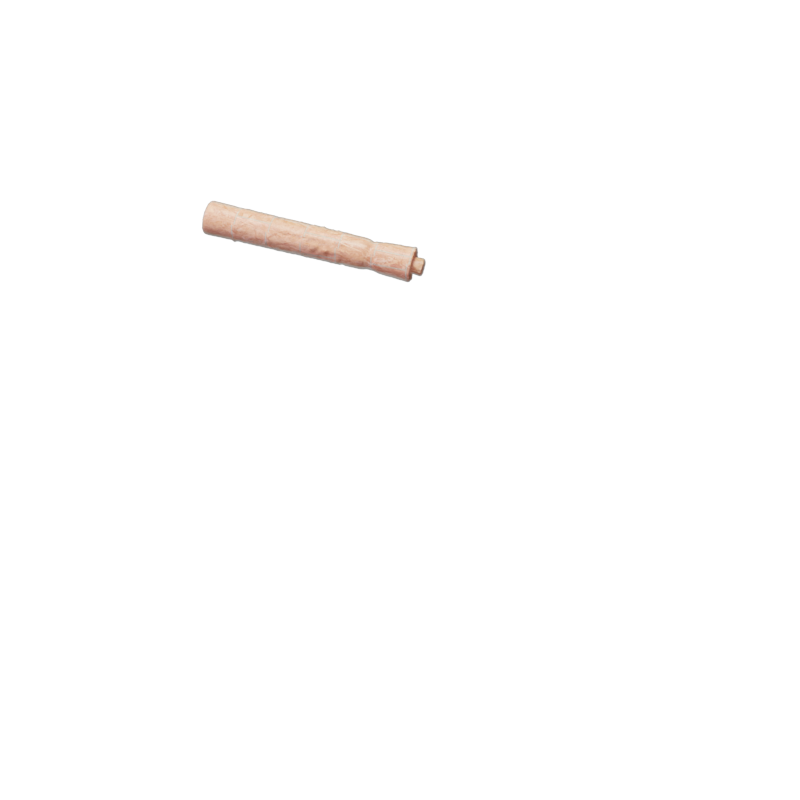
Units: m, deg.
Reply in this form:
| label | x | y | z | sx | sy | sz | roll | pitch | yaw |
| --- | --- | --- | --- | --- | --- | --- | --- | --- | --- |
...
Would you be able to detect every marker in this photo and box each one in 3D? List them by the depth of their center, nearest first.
| label | x | y | z | sx | sy | sz | roll | pitch | yaw |
| --- | --- | --- | --- | --- | --- | --- | --- | --- | --- |
| marker | -0.046 | -0.084 | 0.590 | 0.124 | 0.020 | 0.019 | 15 | 7 | 13 |
